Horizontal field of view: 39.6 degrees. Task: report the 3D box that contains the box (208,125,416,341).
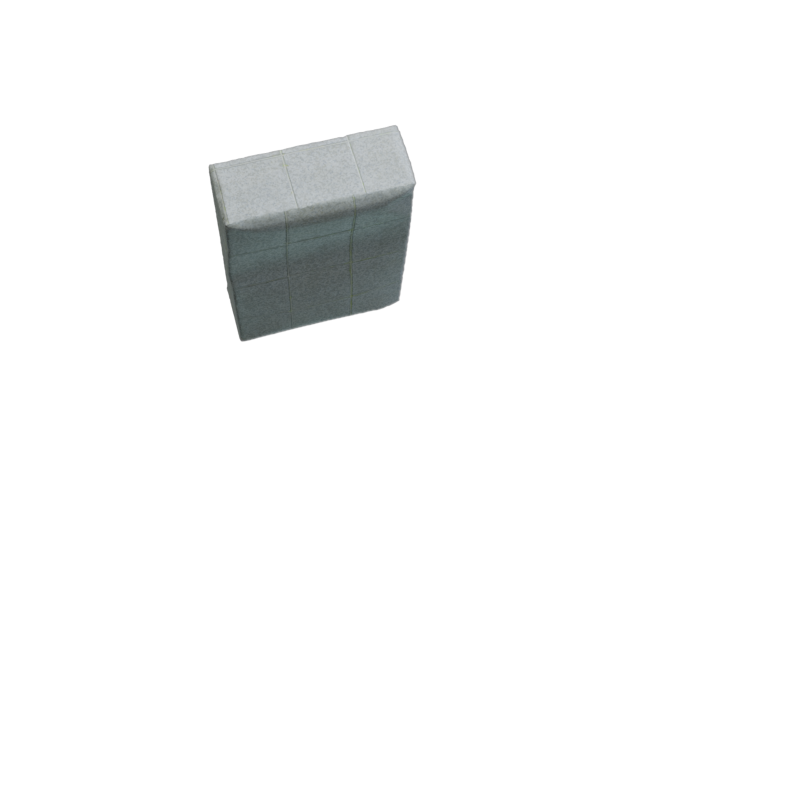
[{"bbox_3d":[-0.078,-0.142,0.992,0.163,0.076,0.202,-14,-23,-9],"label":"box"}]
